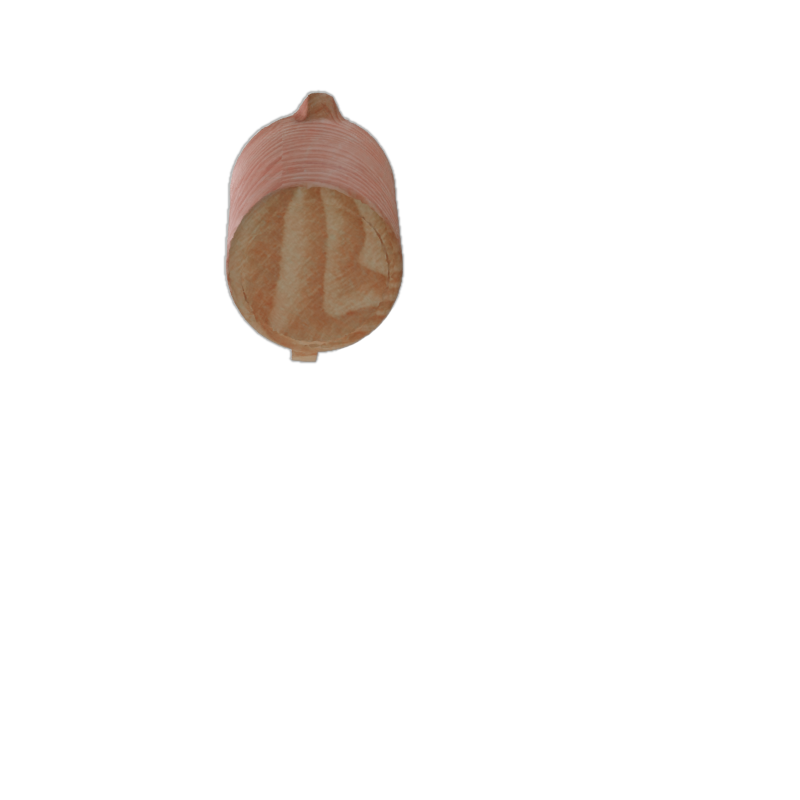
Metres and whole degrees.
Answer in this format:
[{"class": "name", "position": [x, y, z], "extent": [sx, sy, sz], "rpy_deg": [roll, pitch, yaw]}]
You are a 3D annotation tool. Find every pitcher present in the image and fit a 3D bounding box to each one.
[{"class": "pitcher", "position": [-0.061, -0.111, 0.778], "extent": [0.144, 0.144, 0.253], "rpy_deg": [-38, 18, 10]}]
